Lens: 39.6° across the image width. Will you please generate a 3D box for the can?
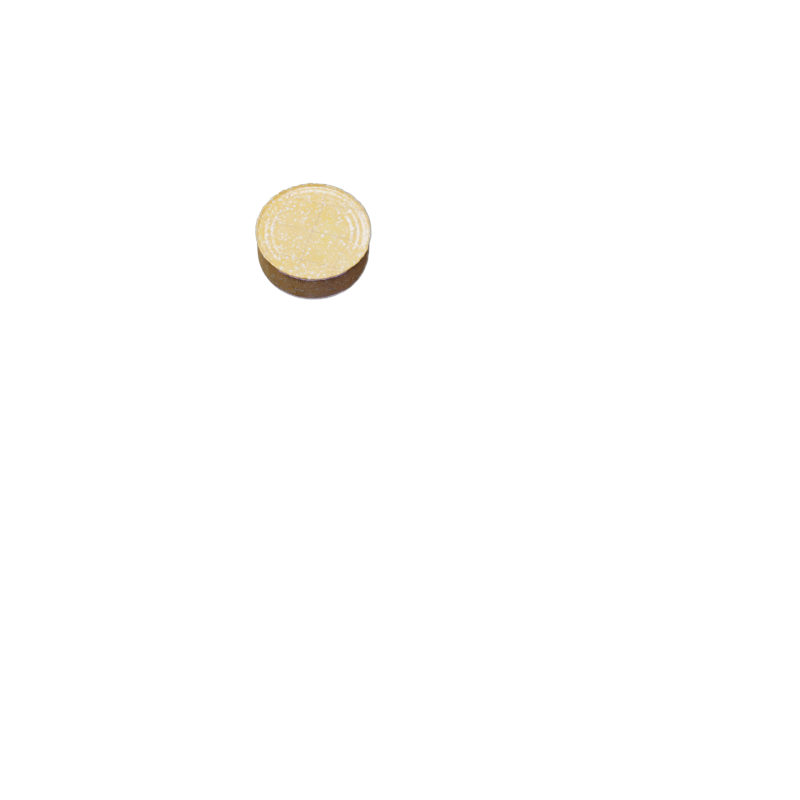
[{"bbox_3d":[-0.065,-0.118,0.829,0.086,0.092,0.031,-1,-31,-1],"label":"can"}]
